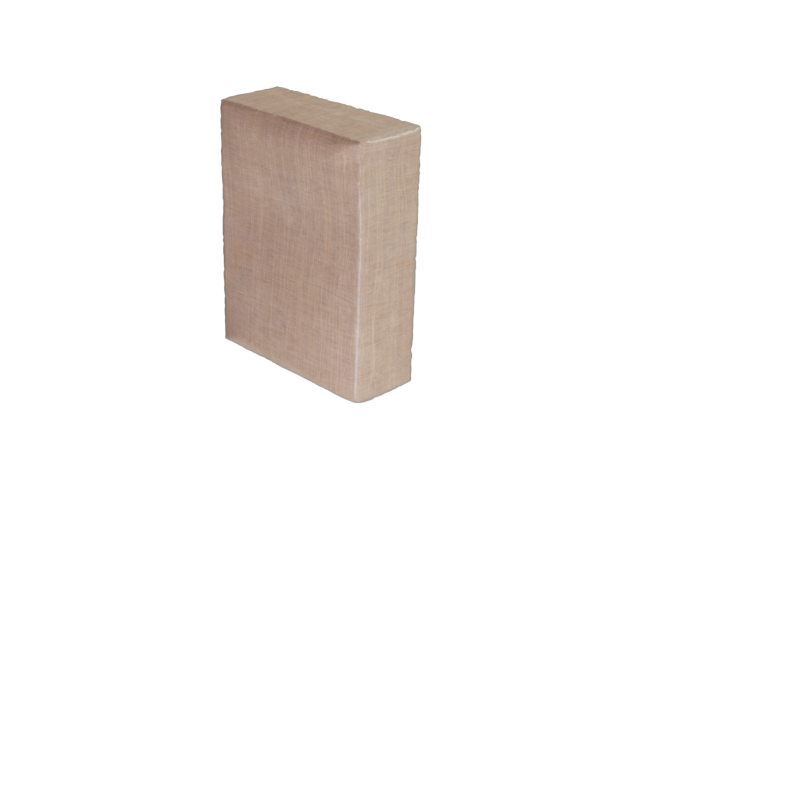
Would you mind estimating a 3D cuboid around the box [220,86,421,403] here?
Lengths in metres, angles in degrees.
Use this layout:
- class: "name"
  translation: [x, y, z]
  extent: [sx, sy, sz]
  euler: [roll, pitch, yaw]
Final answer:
- class: "box"
  translation: [-0.069, -0.125, 0.878]
  extent: [0.071, 0.203, 0.175]
  euler: [-20, 33, -40]
